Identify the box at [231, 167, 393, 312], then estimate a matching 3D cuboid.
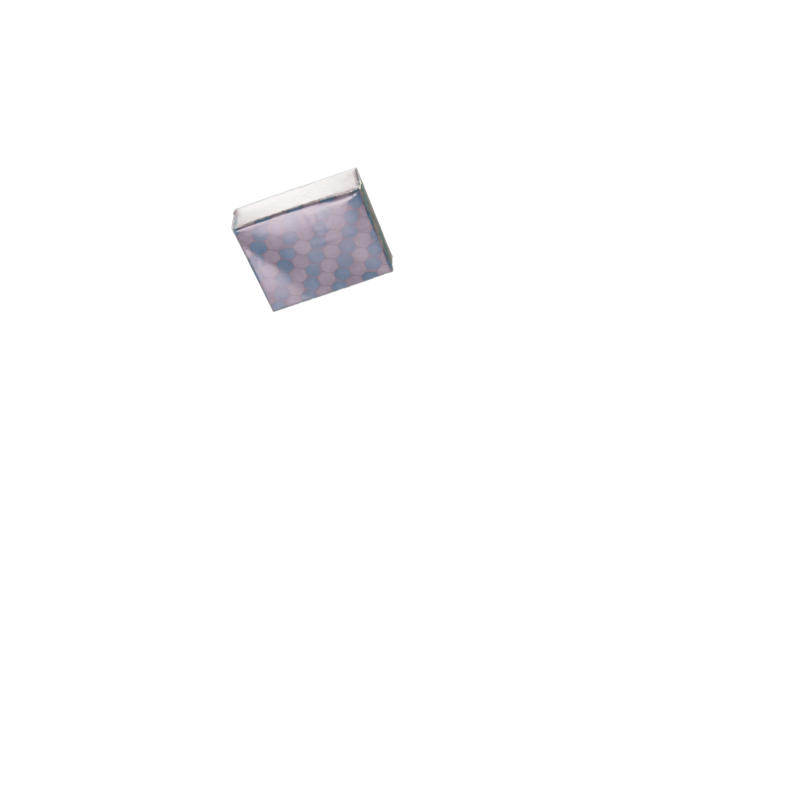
[{"bbox_3d":[-0.073,-0.132,0.926,0.114,0.083,0.042,-16,35,11],"label":"box"}]
